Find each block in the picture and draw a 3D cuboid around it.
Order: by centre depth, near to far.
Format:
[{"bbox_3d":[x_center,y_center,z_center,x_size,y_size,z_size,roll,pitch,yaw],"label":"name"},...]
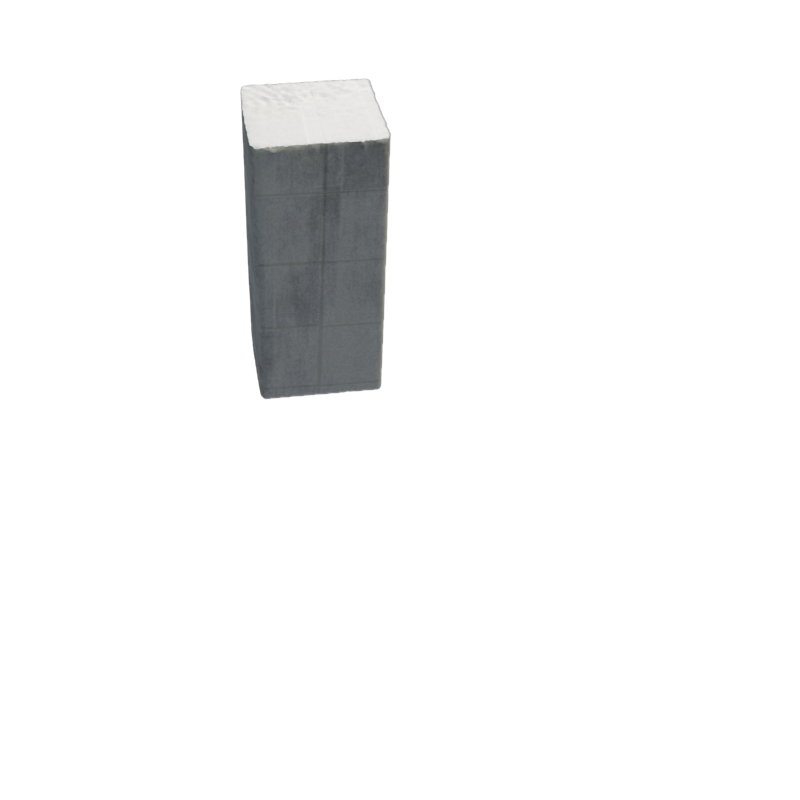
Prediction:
[{"bbox_3d":[-0.061,-0.110,0.773,0.090,0.193,0.097,-4,38,-9],"label":"block"}]
